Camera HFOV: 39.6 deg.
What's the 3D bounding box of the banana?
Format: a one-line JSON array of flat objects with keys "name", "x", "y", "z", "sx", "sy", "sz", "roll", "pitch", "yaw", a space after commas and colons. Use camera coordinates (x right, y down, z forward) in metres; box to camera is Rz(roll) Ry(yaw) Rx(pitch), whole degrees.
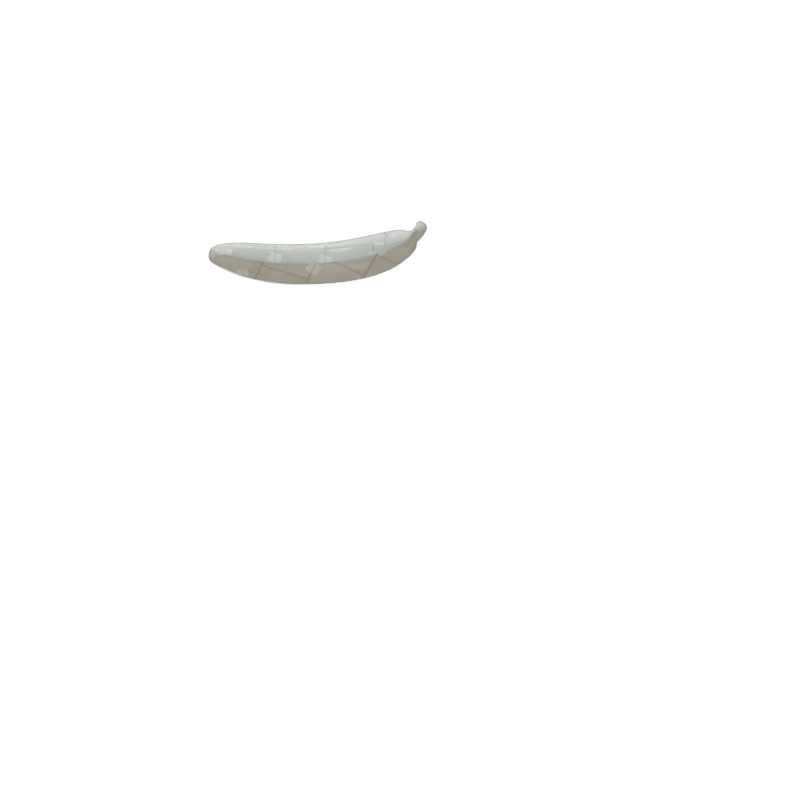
[{"name": "banana", "x": -0.070, "y": -0.132, "z": 1.000, "sx": 0.200, "sy": 0.039, "sz": 0.064, "roll": -7, "pitch": -35, "yaw": 10}]
